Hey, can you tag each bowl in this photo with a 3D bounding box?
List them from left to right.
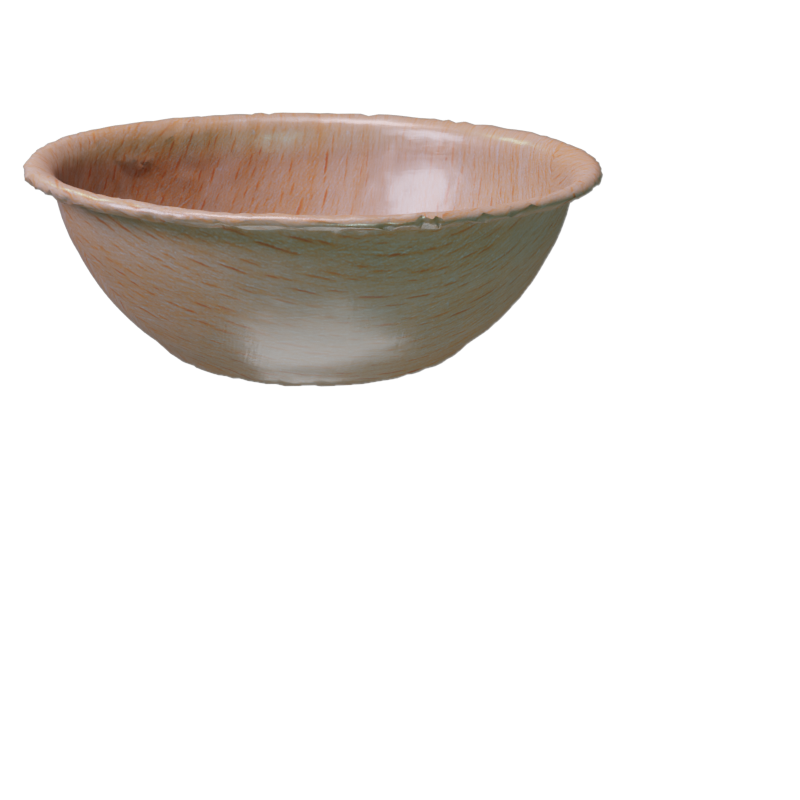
[{"bbox_3d":[-0.025,-0.046,0.324,0.162,0.053,0.169,-1,21,-2],"label":"bowl"}]
